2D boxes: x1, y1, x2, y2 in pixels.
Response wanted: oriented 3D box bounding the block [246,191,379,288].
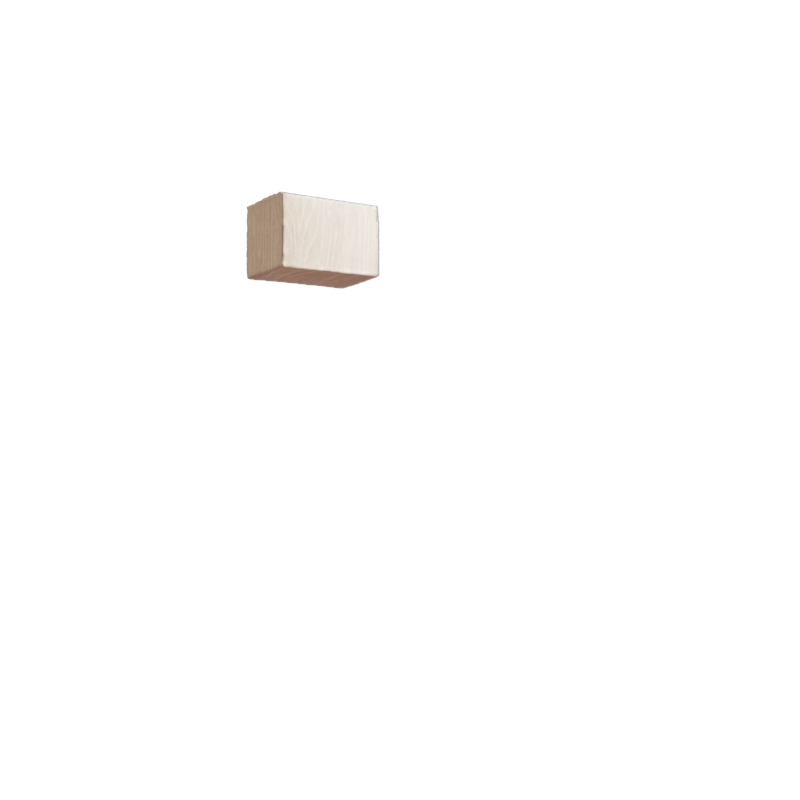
[{"bbox_3d":[-0.059,-0.108,0.756,0.075,0.053,0.054,4,-10,-32],"label":"block"}]
